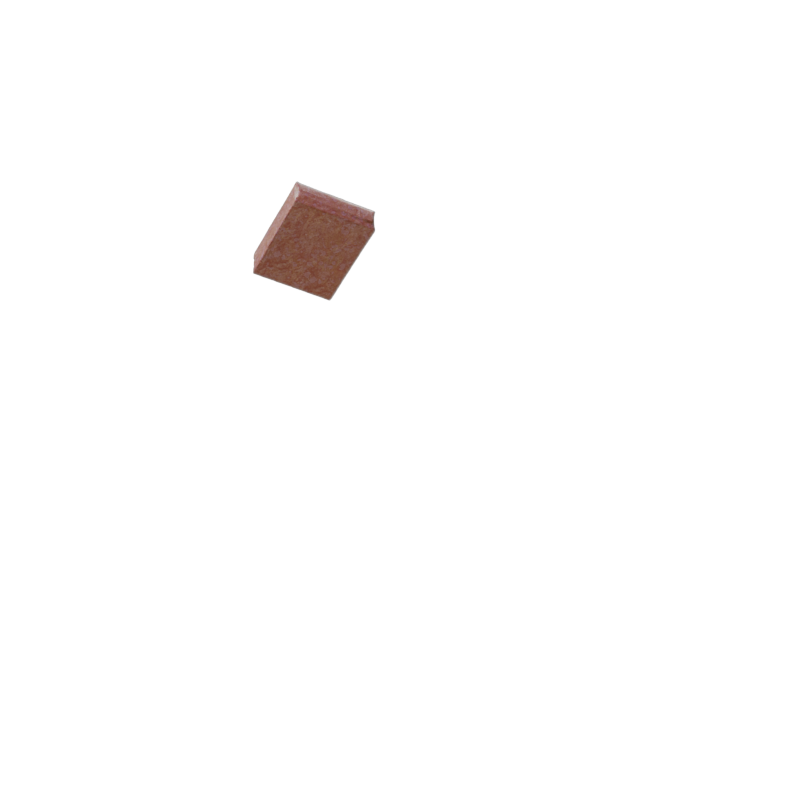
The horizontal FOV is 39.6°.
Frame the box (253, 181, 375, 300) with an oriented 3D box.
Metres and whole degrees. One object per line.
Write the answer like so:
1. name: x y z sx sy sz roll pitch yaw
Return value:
1. box: -0.072 -0.132 0.921 0.071 0.032 0.086 20 -50 -18
